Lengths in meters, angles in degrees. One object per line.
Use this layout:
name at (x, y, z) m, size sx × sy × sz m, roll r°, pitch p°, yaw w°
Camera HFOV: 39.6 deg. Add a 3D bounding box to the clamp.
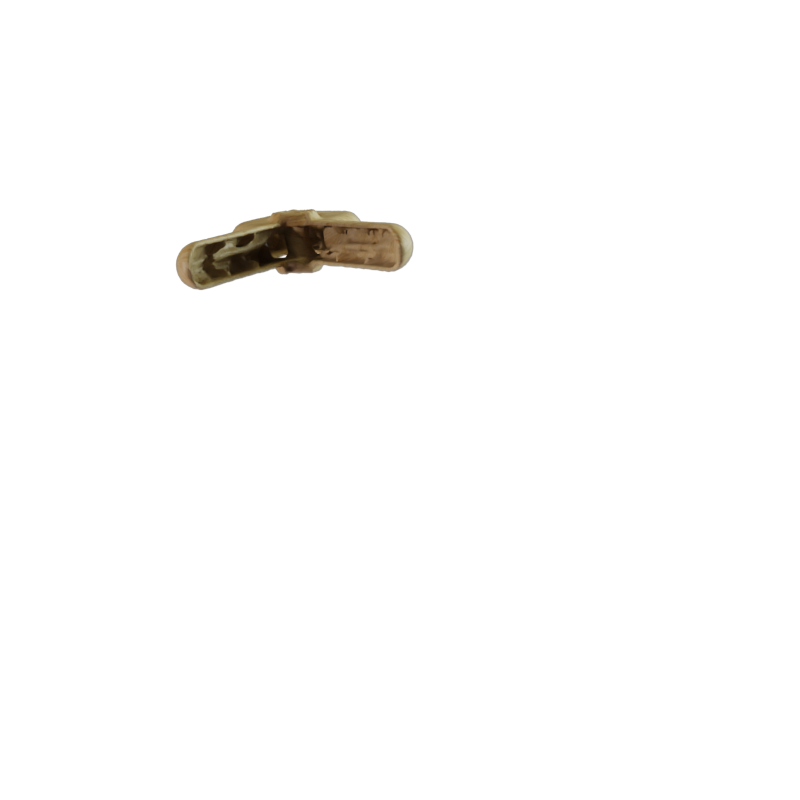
clamp at (-0.049, -0.090, 0.630) m, size 0.121 × 0.038 × 0.175 m, roll 2°, pitch 16°, yaw 5°
